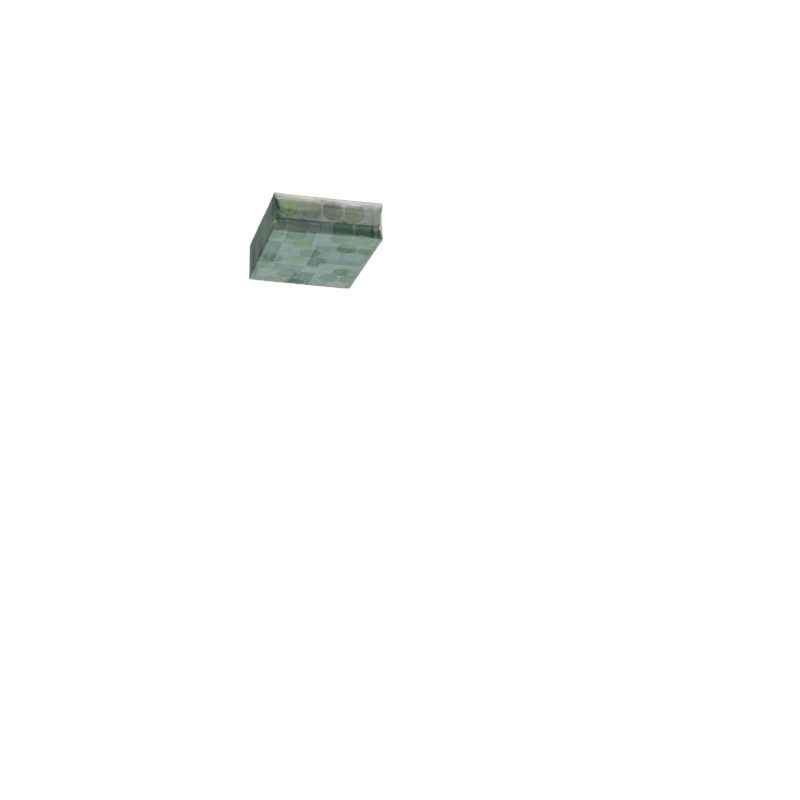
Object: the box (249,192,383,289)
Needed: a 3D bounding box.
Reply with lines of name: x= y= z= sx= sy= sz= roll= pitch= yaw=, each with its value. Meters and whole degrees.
box: x=-0.058 y=-0.106 z=0.740 sx=0.072 sy=0.032 sz=0.087 roll=5 pitch=-19 yaw=-15
